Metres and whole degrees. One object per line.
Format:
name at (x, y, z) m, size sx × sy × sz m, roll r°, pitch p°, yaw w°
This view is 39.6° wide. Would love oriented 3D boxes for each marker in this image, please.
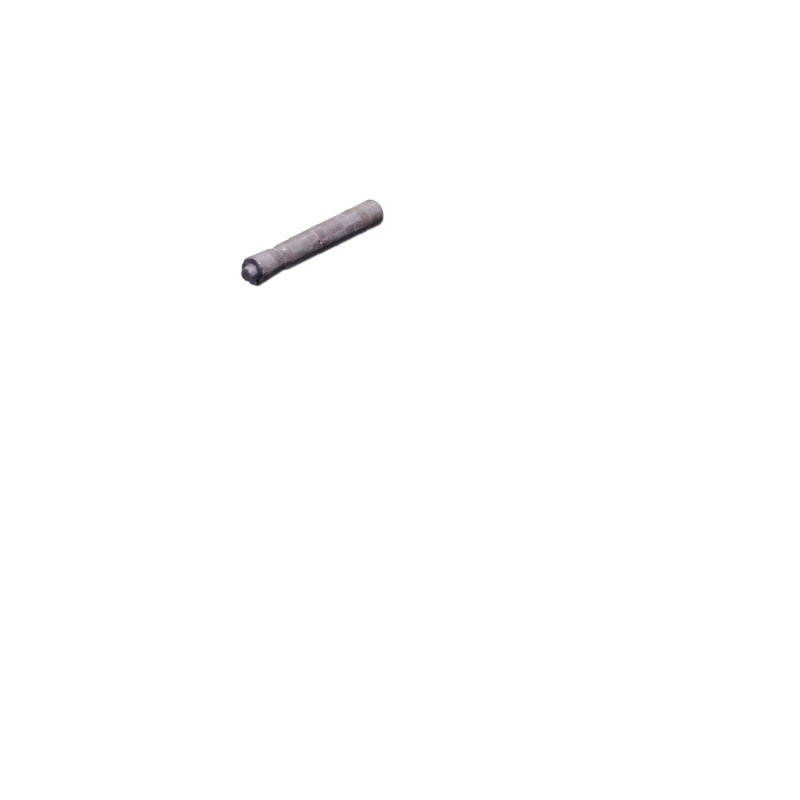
marker at (-0.055, -0.100, 0.699) m, size 0.021 × 0.019 × 0.121 m, roll 3°, pitch 27°, yaw 41°
